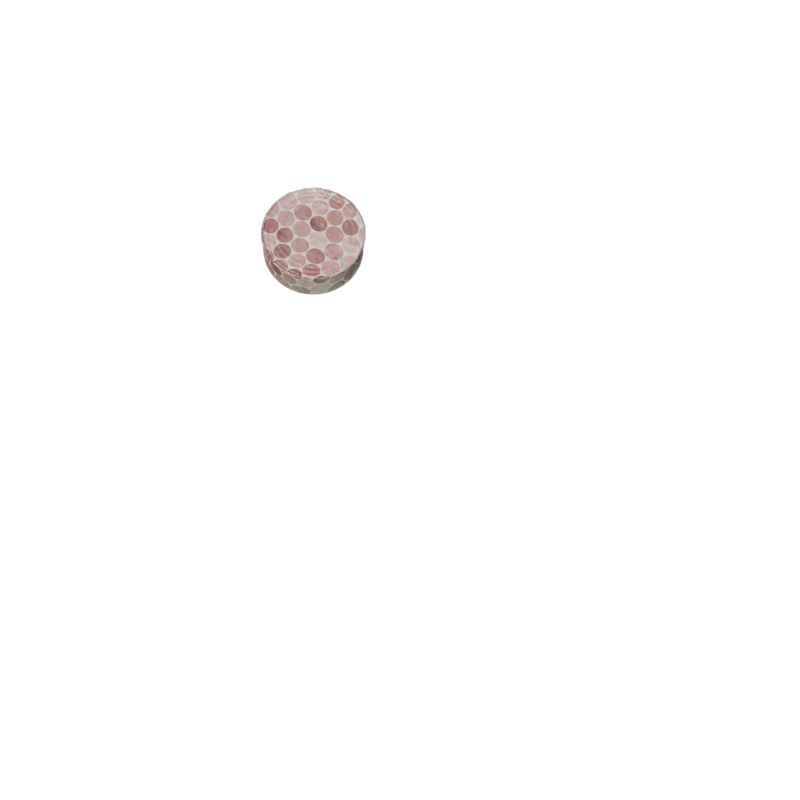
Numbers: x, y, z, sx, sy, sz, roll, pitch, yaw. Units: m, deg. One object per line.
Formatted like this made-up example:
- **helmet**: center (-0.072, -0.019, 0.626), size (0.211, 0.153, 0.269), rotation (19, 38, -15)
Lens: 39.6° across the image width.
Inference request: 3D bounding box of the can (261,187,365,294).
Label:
- **can**: center (-0.072, -0.131, 0.919), size (0.086, 0.091, 0.032), rotation (-1, -26, -1)
